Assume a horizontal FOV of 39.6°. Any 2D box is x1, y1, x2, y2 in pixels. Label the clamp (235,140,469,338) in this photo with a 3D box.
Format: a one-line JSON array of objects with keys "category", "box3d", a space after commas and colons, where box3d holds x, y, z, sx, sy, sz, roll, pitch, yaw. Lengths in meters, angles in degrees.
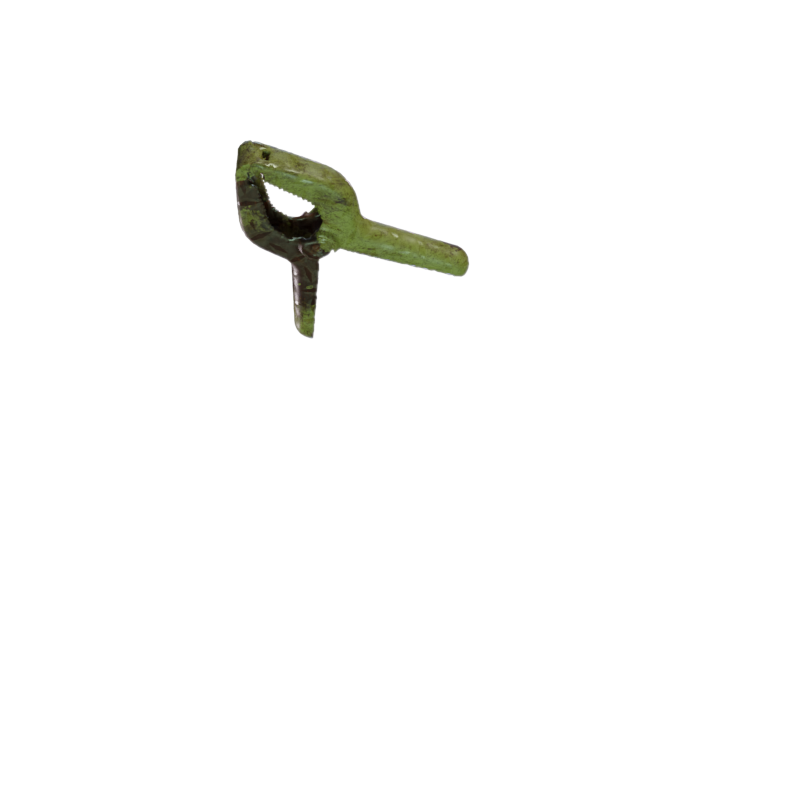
[{"category": "clamp", "box3d": [-0.069, -0.126, 0.882, 0.164, 0.039, 0.196, -28, -47, 30]}]
